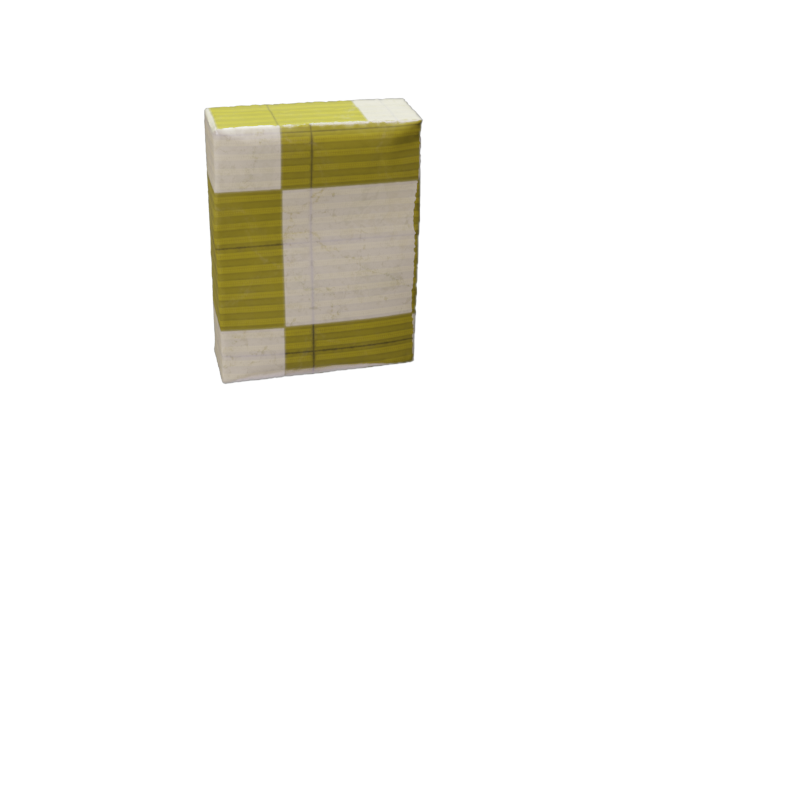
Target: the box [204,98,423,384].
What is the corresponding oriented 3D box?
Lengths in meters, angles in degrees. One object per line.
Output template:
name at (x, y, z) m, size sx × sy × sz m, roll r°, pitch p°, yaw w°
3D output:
box at (-0.070, -0.127, 0.888) m, size 0.162 × 0.203 × 0.077 m, roll -5°, pitch 25°, yaw -12°
